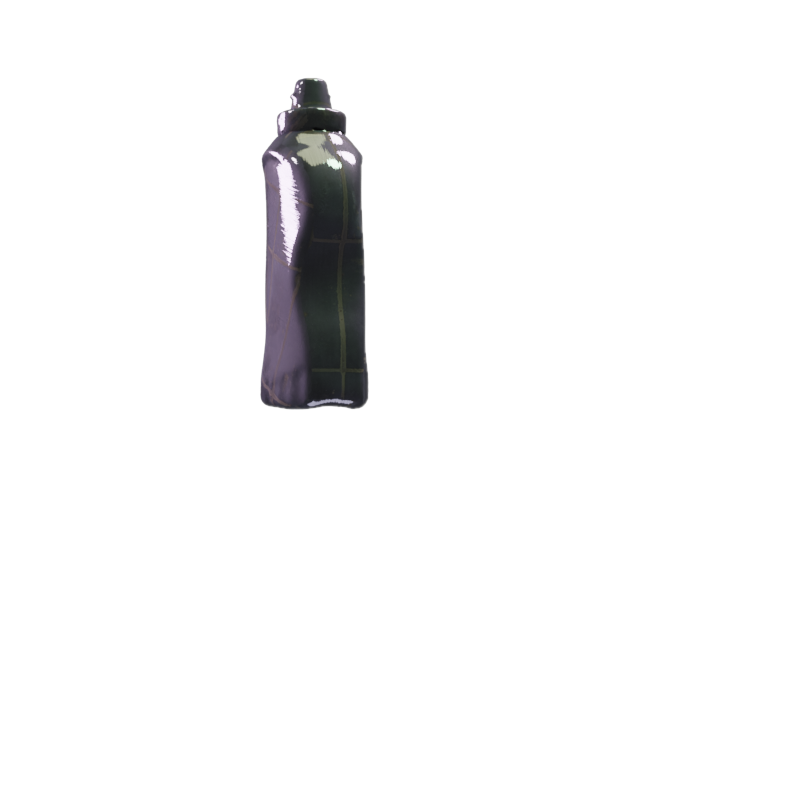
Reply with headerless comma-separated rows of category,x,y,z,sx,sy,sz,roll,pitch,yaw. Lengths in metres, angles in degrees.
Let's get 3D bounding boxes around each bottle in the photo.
bottle,-0.051,-0.092,0.646,0.057,0.195,0.097,1,-5,-16
